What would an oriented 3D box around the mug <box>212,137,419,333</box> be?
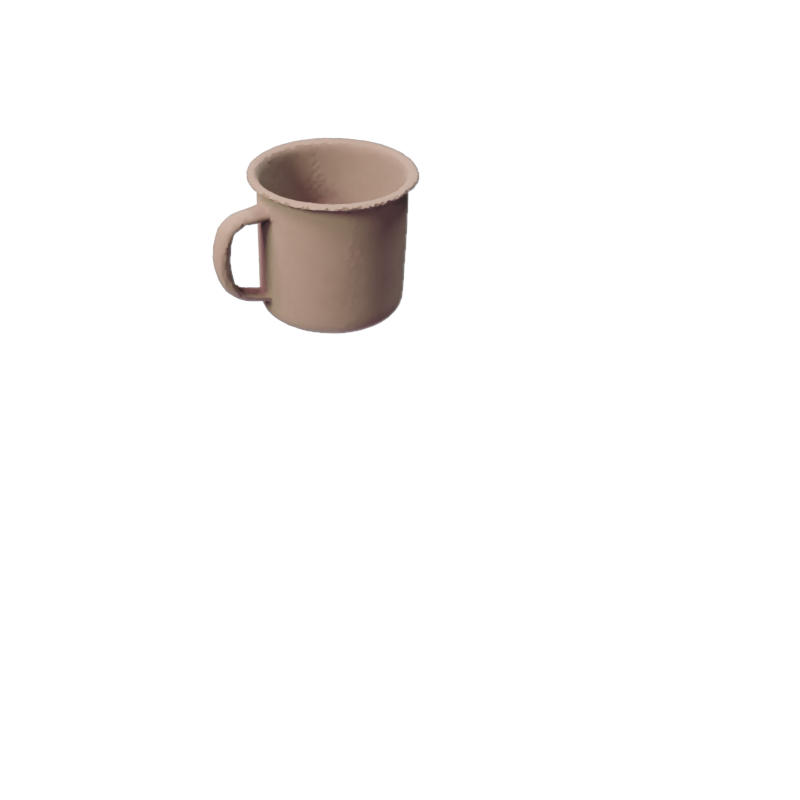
[{"bbox_3d":[-0.048,-0.087,0.609,0.115,0.077,0.100,-19,37,-28],"label":"mug"}]
